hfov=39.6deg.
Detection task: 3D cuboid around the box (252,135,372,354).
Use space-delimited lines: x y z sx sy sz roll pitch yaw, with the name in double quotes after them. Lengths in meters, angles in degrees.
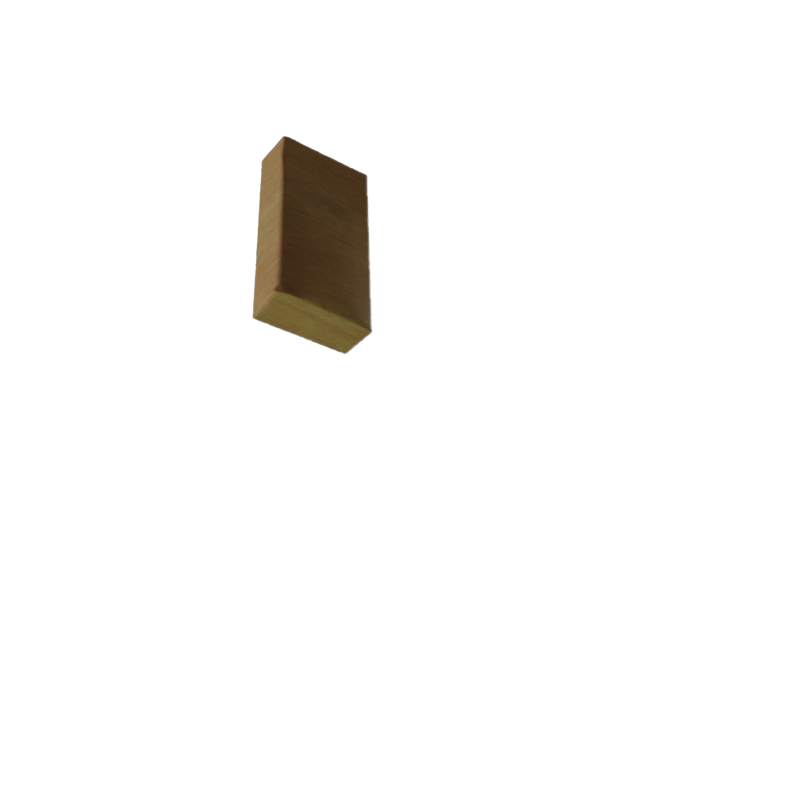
-0.073 -0.133 0.936 0.089 0.189 0.047 21 -46 -27 "box"
